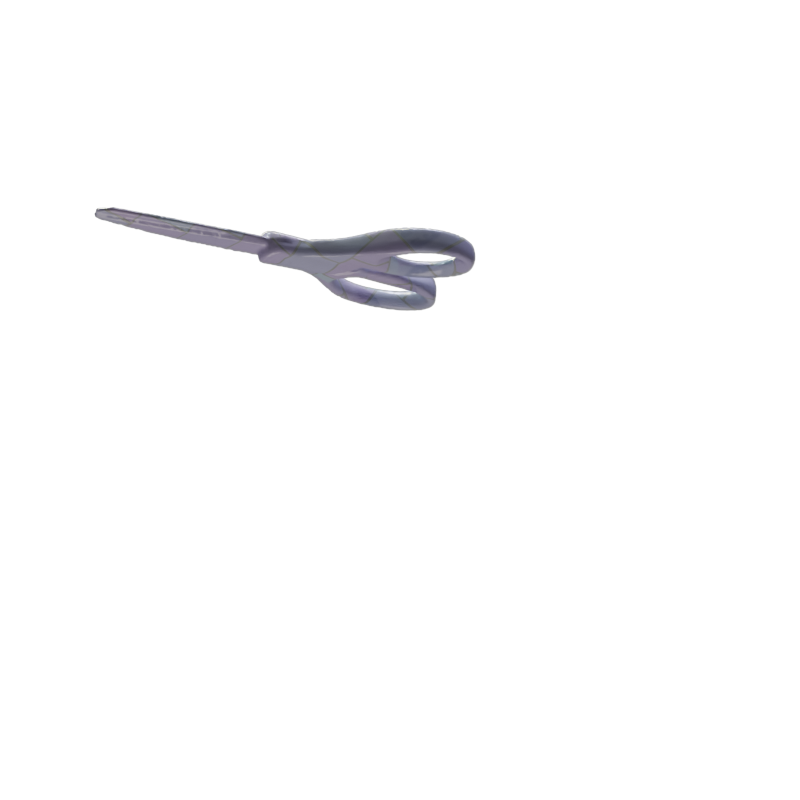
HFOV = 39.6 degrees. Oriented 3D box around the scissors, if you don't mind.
[{"bbox_3d":[-0.044,-0.081,0.566,0.190,0.016,0.097,16,-23,-41],"label":"scissors"}]
